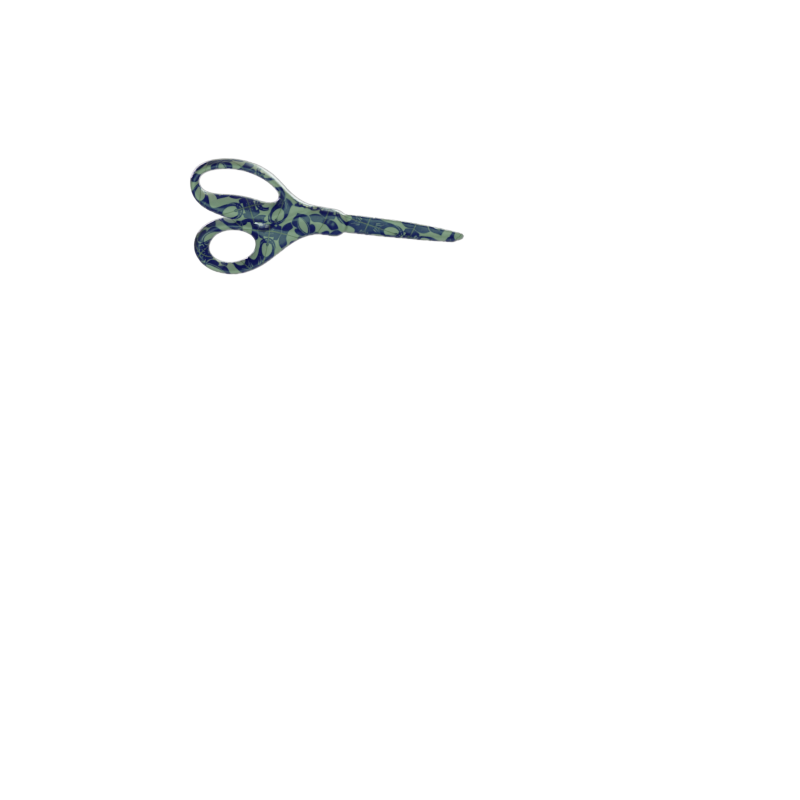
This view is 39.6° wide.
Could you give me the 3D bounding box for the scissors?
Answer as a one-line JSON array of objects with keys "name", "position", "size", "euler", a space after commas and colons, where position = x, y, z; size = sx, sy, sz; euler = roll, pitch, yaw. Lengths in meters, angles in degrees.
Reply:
[{"name": "scissors", "position": [-0.064, -0.117, 0.816], "size": [0.198, 0.093, 0.017], "euler": [20, 24, -9]}]
